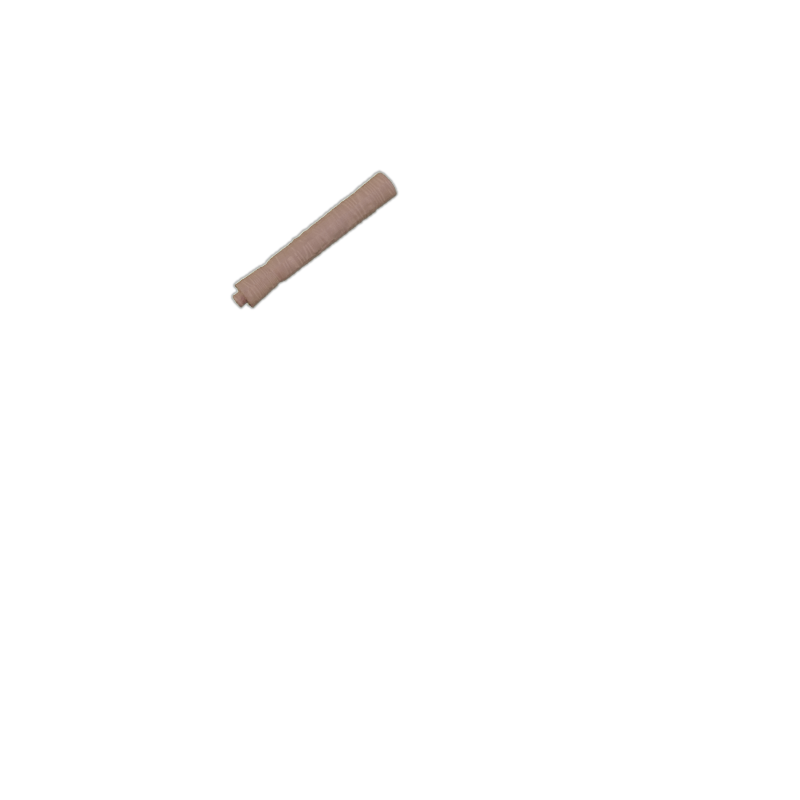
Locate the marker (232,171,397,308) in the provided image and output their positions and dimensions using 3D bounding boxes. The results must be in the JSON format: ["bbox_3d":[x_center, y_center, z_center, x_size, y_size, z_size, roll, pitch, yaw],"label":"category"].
[{"bbox_3d":[-0.053,-0.097,0.680,0.121,0.019,0.020,-40,13,-11],"label":"marker"}]
